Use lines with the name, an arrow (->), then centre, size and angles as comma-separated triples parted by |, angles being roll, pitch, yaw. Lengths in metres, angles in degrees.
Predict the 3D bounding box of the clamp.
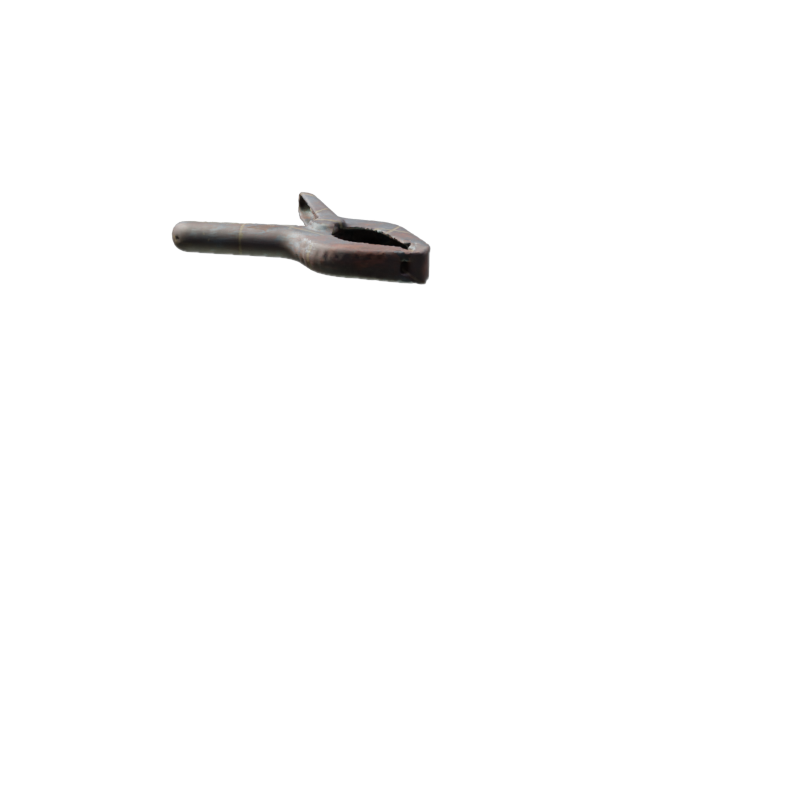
clamp -> -0.070, -0.128, 0.894 | 0.162, 0.035, 0.223 | -20, 31, -39
